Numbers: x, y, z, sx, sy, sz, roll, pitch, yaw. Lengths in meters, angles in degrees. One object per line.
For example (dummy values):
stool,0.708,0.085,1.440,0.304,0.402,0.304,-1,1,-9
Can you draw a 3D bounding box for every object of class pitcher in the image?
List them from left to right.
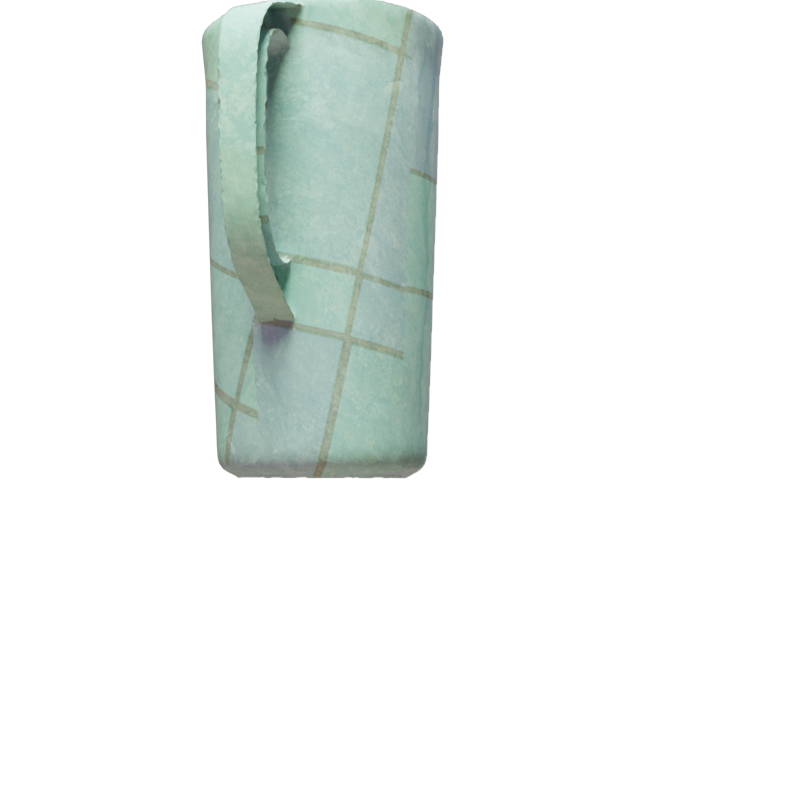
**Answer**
pitcher,-0.046,-0.083,0.583,0.144,0.250,0.146,4,-11,-26
